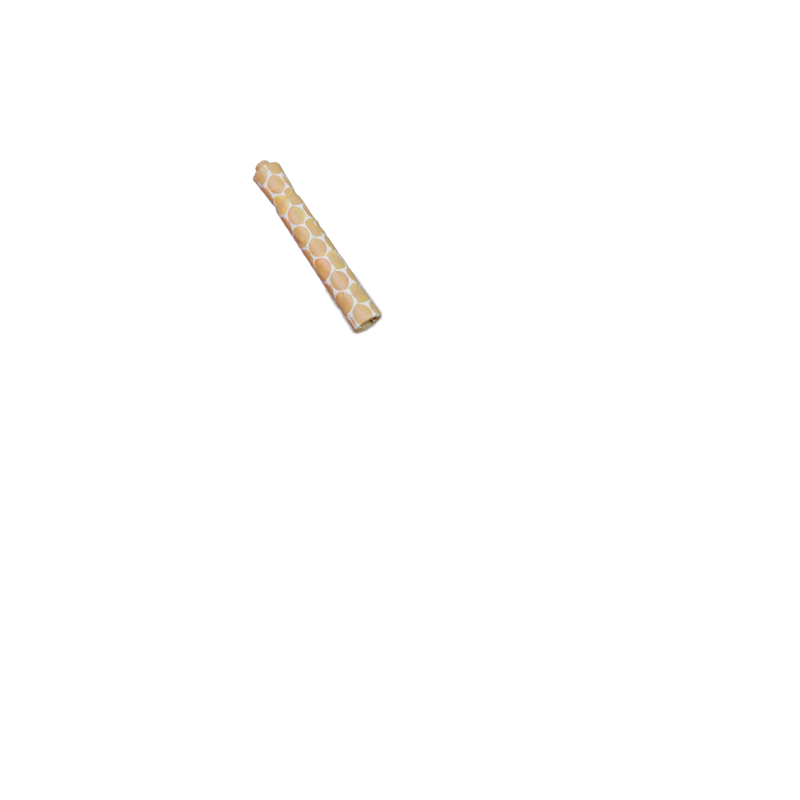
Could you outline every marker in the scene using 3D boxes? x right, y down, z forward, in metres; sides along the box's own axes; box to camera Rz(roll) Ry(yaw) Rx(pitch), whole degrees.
[{"bbox_3d":[-0.051,-0.093,0.653,0.020,0.127,0.019,-29,-20,-12],"label":"marker"}]
